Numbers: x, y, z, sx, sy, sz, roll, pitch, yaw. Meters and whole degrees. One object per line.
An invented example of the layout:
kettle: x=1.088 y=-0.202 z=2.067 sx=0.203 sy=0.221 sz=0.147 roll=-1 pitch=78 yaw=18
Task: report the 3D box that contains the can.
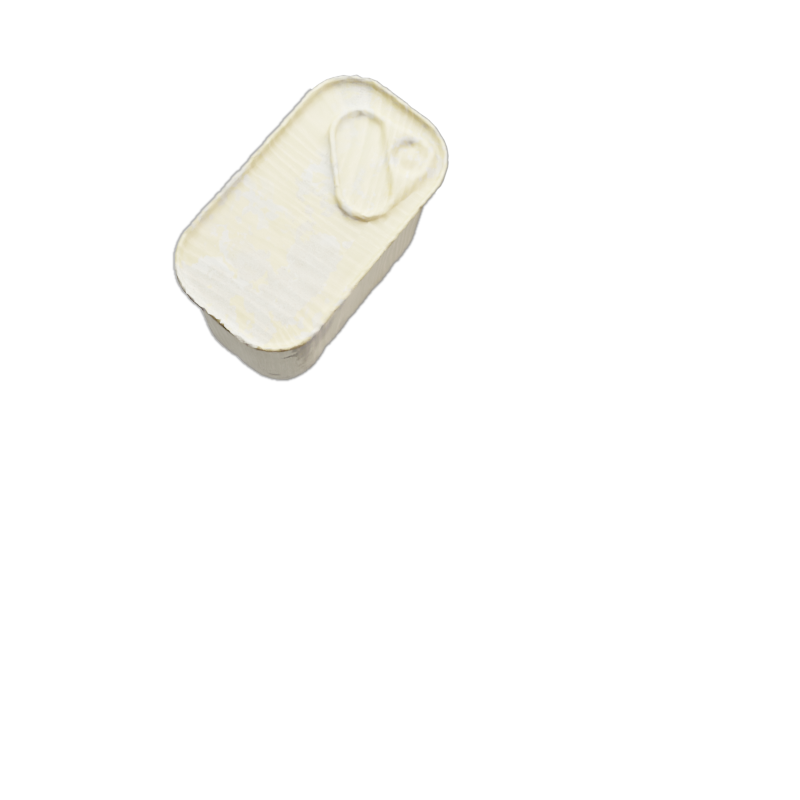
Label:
can: x=-0.033 y=-0.060 z=0.417 sx=0.059 sy=0.103 sz=0.081 roll=38 pitch=-11 yaw=4
